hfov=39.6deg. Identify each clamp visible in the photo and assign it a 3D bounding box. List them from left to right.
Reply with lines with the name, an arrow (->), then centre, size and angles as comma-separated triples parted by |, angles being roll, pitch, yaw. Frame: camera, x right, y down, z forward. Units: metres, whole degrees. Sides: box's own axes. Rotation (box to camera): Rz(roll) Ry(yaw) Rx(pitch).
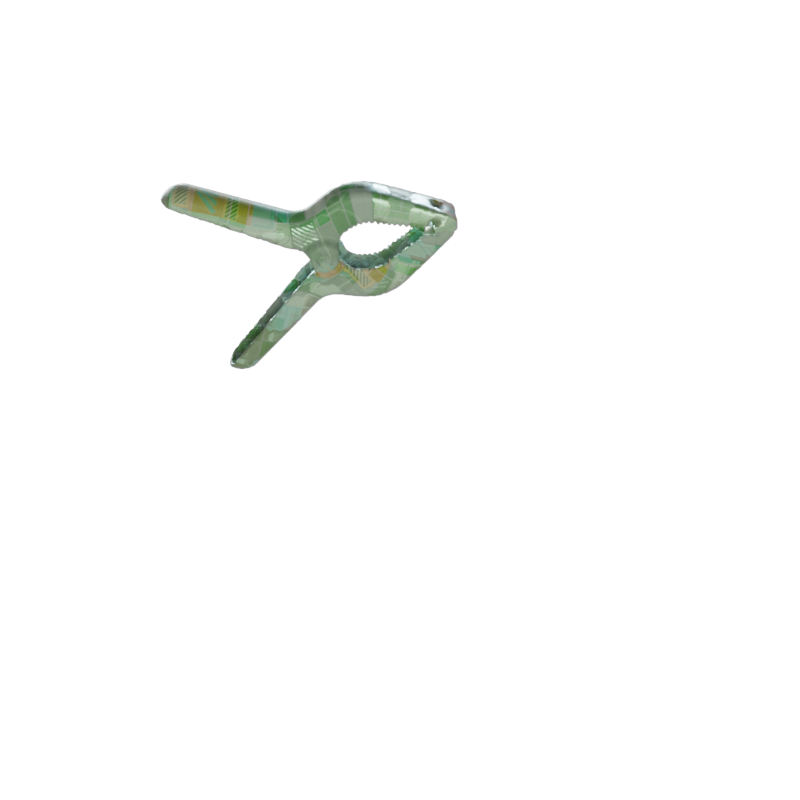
clamp -> -0.065, -0.118, 0.824 | 0.211, 0.153, 0.039 | -19, 31, 12
